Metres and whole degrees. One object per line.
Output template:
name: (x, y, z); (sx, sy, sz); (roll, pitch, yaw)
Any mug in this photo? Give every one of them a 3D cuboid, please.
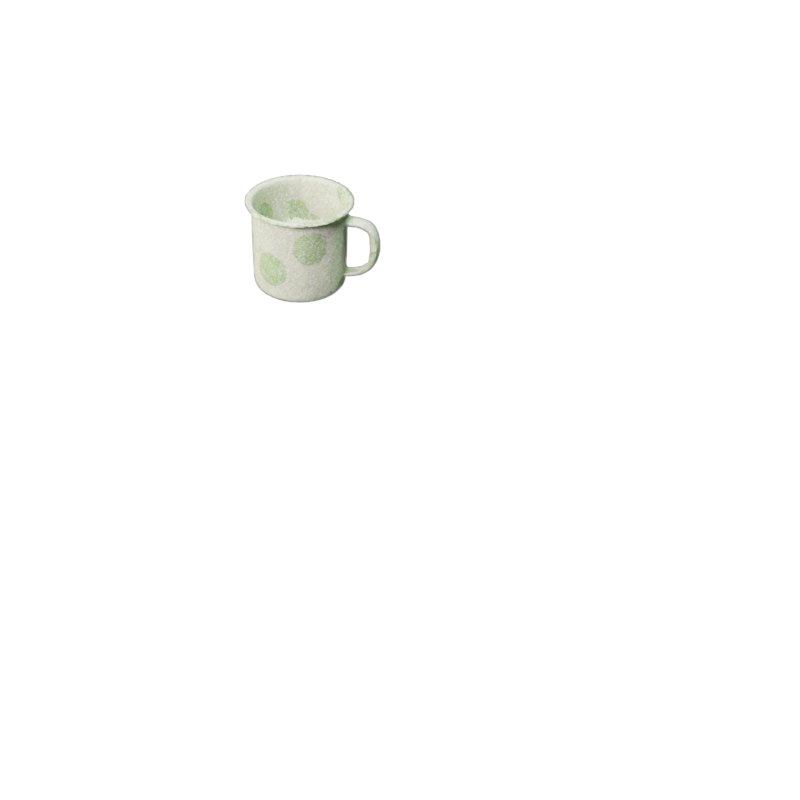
mug: (-0.075, -0.136, 0.953); (0.119, 0.076, 0.098); (7, 35, 9)
